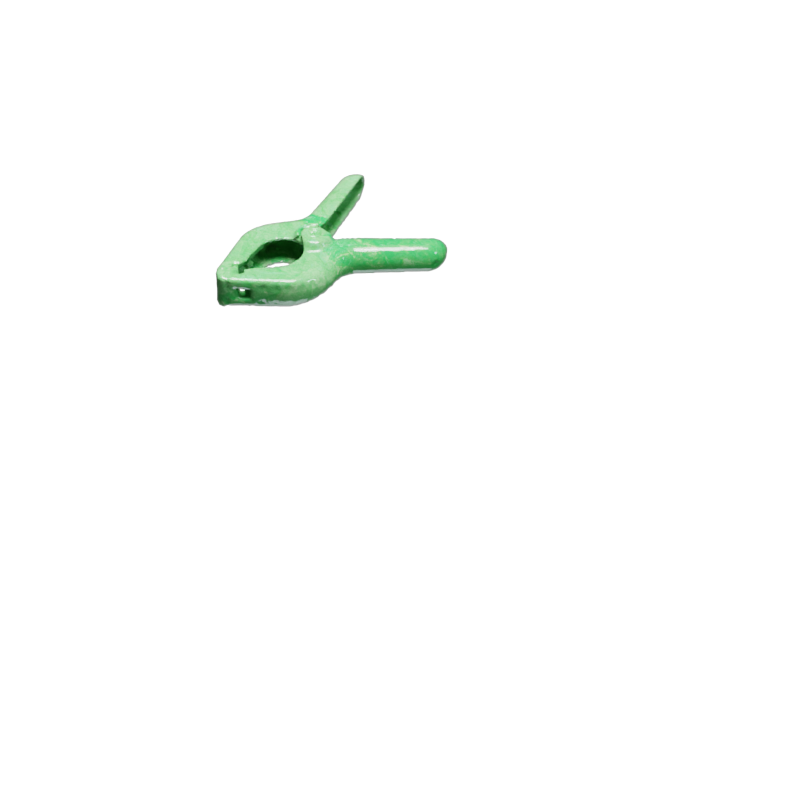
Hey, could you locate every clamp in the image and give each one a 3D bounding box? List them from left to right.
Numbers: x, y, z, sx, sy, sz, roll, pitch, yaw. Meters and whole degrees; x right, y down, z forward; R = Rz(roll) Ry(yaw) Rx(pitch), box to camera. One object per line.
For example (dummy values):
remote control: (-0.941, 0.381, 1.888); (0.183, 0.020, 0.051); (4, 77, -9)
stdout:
clamp: (-0.065, -0.119, 0.831); (0.169, 0.037, 0.130); (-16, 40, -21)
